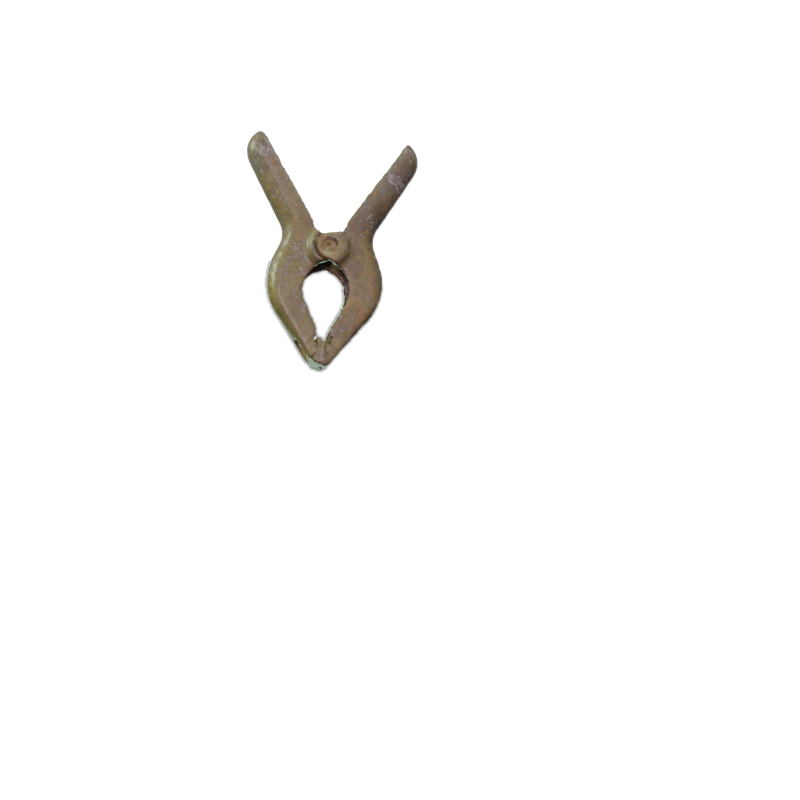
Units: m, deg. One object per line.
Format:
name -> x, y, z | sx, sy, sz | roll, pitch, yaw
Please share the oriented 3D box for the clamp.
clamp -> -0.060, -0.110, 0.767 | 0.121, 0.178, 0.037 | 11, -19, 3
